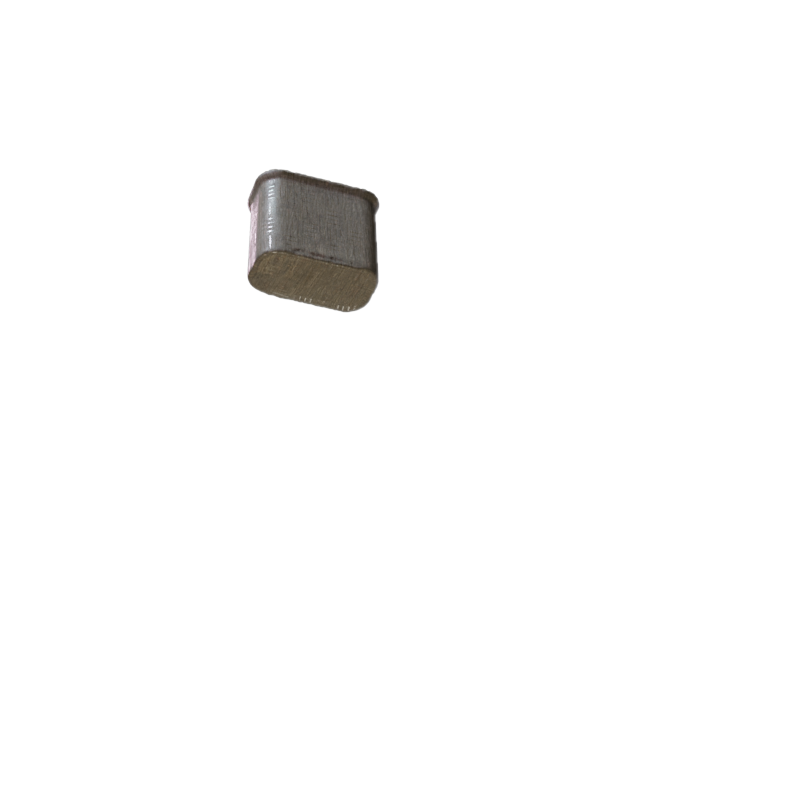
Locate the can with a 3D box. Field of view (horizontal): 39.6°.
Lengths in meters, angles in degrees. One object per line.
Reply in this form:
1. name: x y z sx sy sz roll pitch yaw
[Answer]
1. can: -0.067 -0.122 0.852 0.099 0.090 0.055 11 -41 -15
